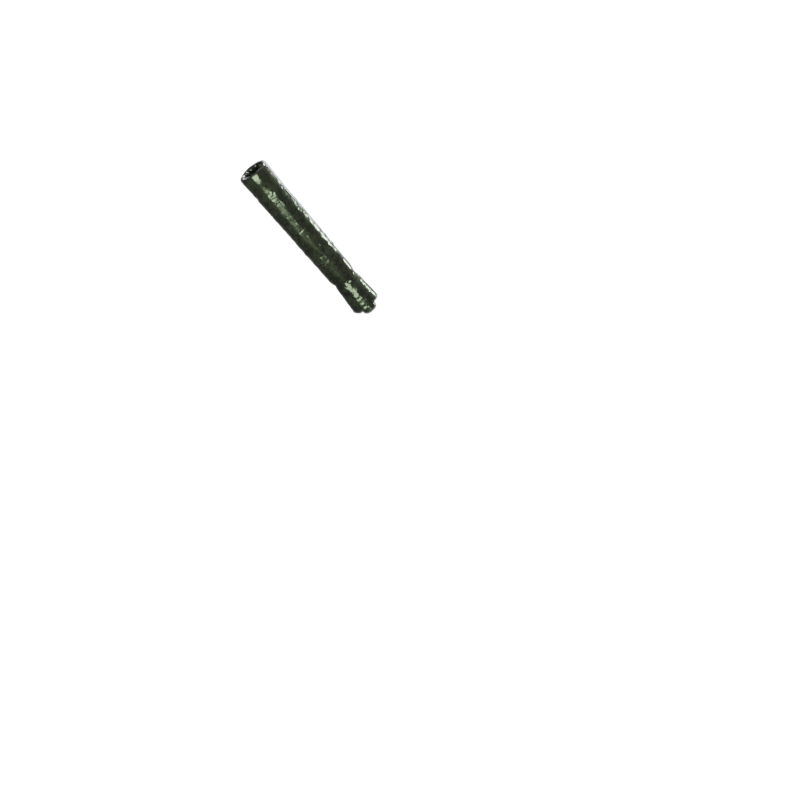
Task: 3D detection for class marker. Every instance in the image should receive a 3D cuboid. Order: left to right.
[{"bbox_3d":[-0.054,-0.098,0.683,0.020,0.114,0.021,-34,24,17],"label":"marker"}]
